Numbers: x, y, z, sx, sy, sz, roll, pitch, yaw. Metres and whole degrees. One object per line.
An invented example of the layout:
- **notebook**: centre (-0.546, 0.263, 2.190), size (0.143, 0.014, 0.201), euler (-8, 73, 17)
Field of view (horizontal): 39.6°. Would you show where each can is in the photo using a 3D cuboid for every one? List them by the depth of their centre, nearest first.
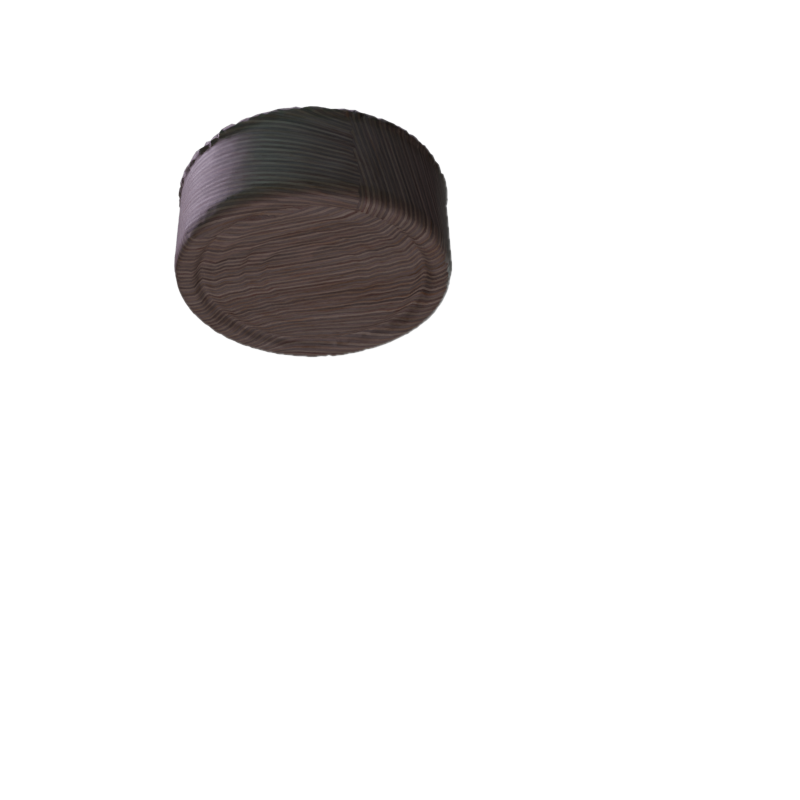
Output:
- **can**: centre (-0.027, -0.049, 0.345), size (0.086, 0.036, 0.080), euler (1, -34, -2)
